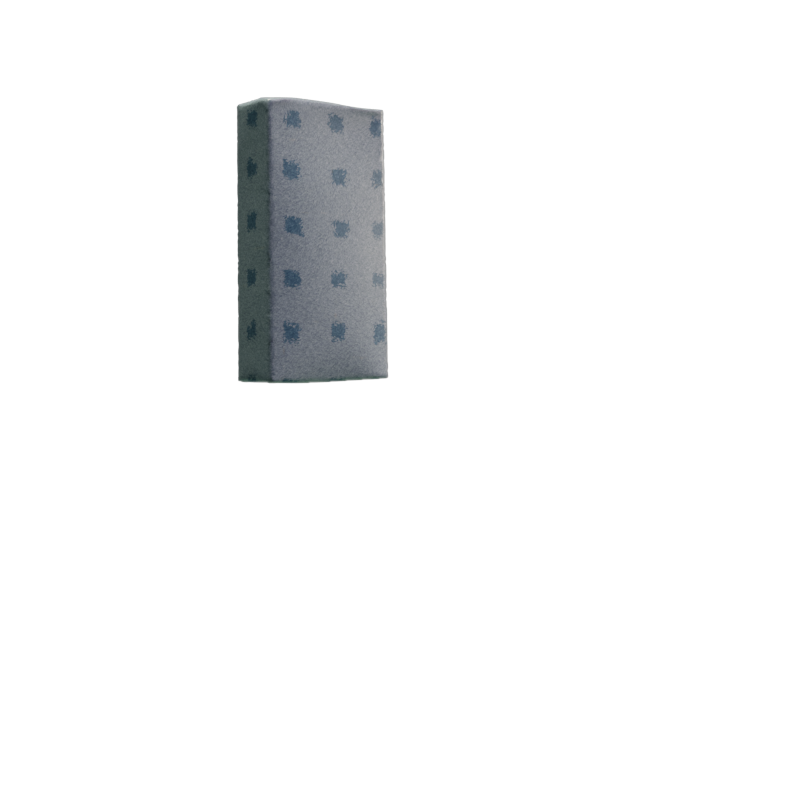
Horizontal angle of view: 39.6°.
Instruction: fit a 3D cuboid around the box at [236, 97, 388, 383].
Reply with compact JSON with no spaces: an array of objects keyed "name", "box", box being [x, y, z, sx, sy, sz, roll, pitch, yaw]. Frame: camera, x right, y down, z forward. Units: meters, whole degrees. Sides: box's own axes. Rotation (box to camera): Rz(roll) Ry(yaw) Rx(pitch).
[{"name":"box","box":[-0.055,-0.101,0.707,0.090,0.177,0.050,1,-2,-36]}]
